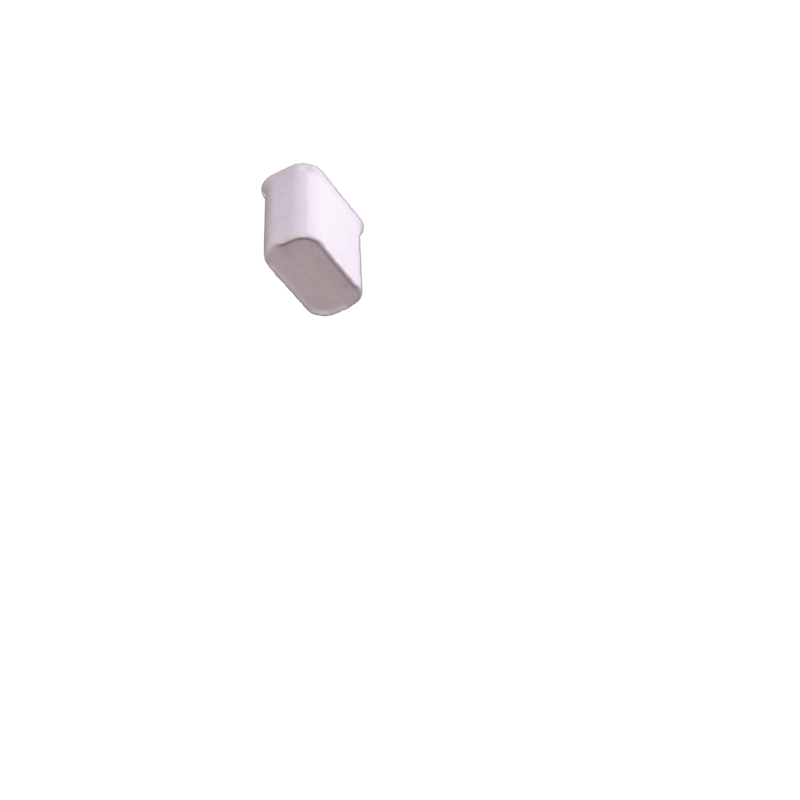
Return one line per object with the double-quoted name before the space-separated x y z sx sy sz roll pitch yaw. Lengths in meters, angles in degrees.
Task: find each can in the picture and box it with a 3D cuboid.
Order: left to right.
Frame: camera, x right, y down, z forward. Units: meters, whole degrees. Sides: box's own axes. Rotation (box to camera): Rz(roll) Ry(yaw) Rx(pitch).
"can" -0.072 -0.132 0.923 0.058 0.090 0.094 -23 -46 21
